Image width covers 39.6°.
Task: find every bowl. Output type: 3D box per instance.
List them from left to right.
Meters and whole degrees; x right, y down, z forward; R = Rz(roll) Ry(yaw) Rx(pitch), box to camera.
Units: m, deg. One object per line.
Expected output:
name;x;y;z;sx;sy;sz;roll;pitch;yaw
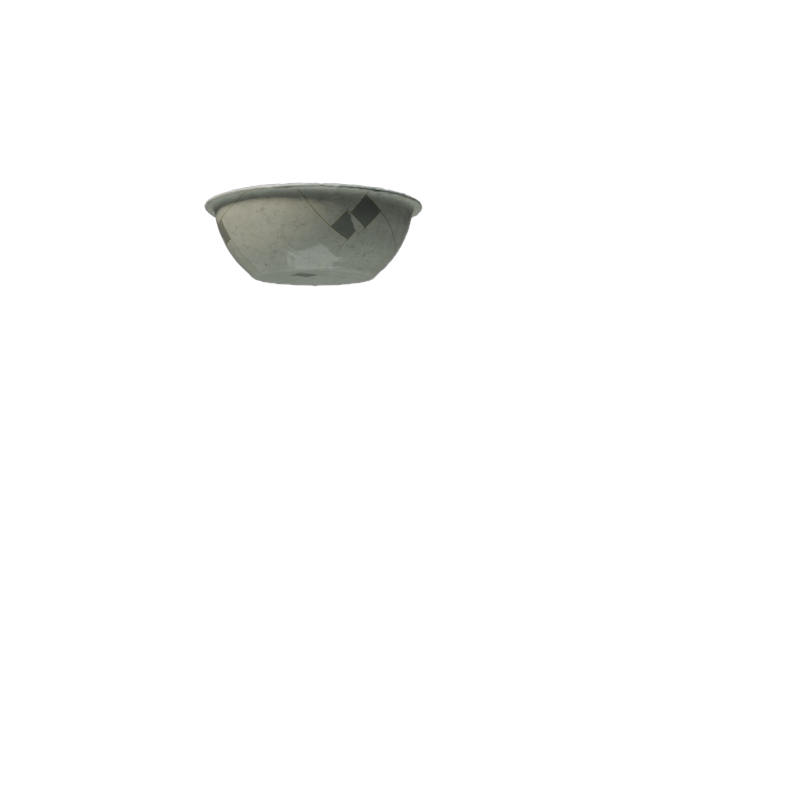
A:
bowl;-0.064;-0.117;0.822;0.162;0.056;0.160;0;-2;-2
